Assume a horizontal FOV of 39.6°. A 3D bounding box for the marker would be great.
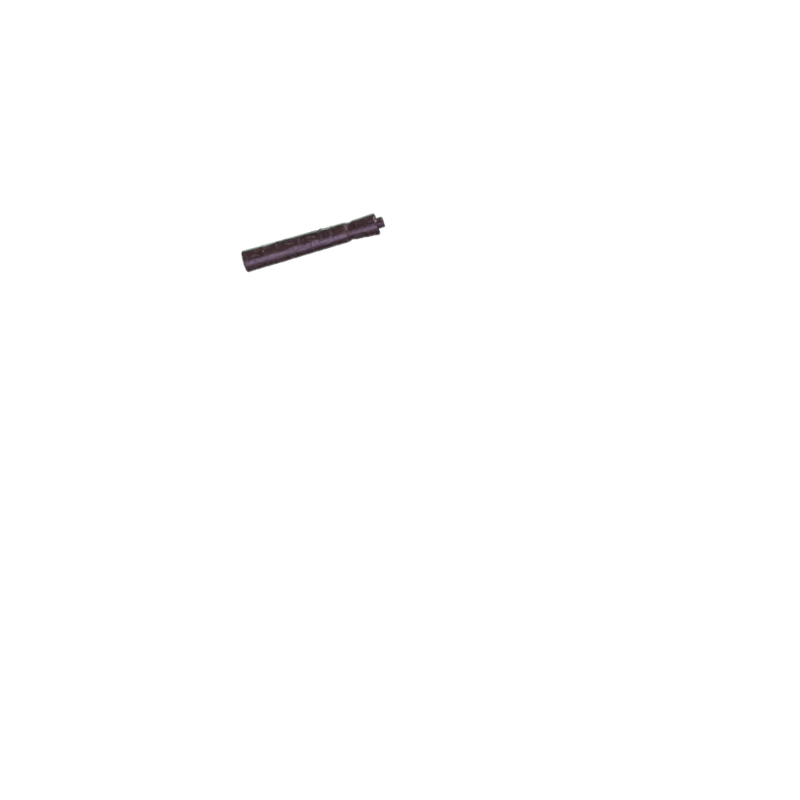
[{"bbox_3d":[-0.072,-0.131,0.916,0.121,0.020,0.020,-15,2,9],"label":"marker"}]
